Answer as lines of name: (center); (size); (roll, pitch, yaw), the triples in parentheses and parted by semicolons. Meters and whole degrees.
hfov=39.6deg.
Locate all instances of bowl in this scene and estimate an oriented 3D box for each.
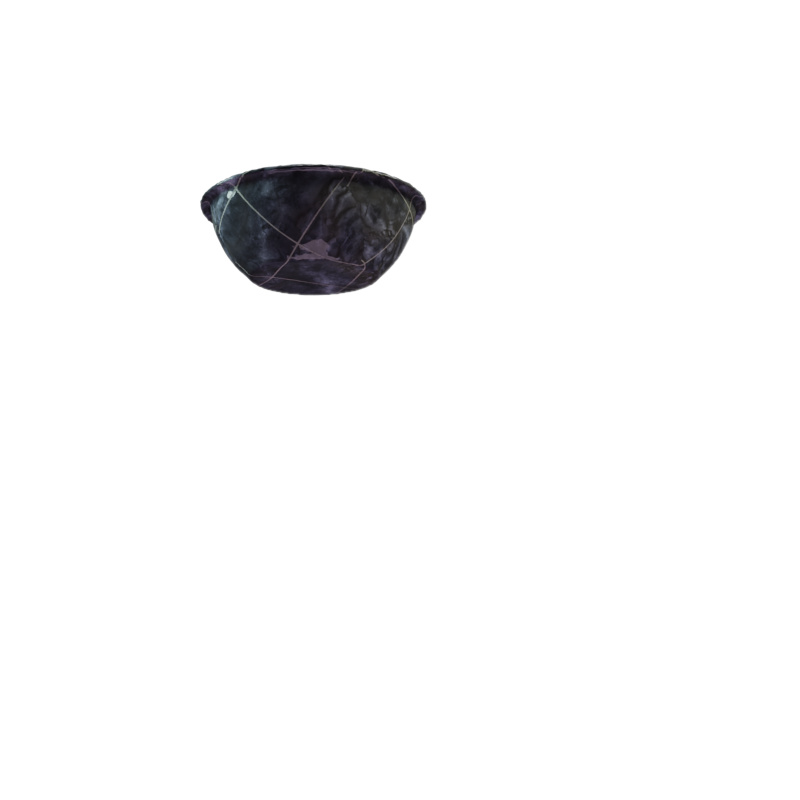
bowl: (-0.062, -0.112, 0.787); (0.162, 0.057, 0.157); (0, -11, -2)
